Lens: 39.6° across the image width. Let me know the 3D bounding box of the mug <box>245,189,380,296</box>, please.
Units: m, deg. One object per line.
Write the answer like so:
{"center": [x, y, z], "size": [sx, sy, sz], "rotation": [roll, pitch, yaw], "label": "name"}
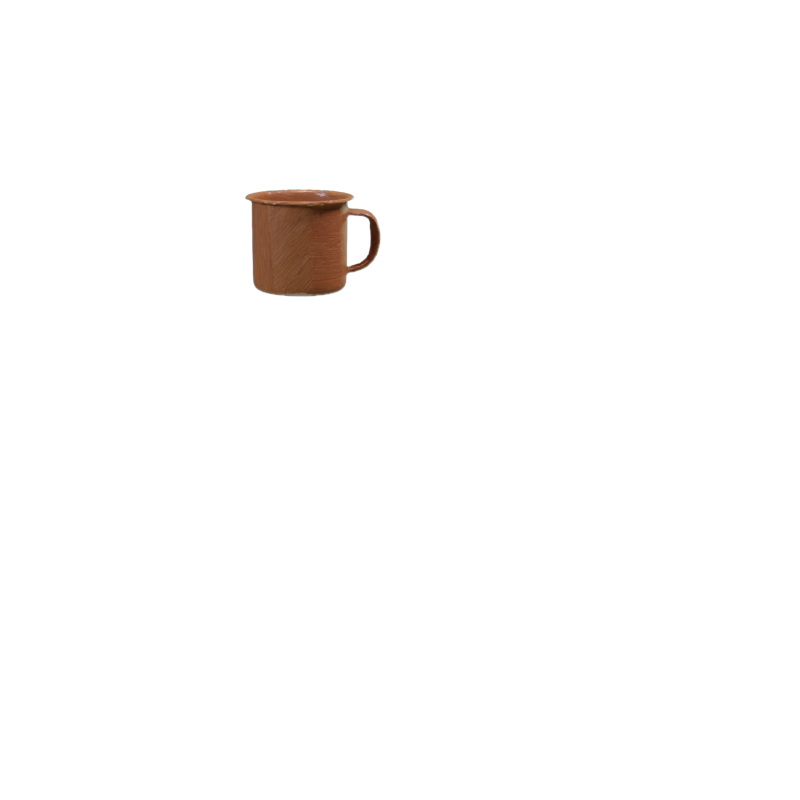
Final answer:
{"center": [-0.075, -0.137, 0.958], "size": [0.115, 0.079, 0.097], "rotation": [-3, 14, -12], "label": "mug"}
